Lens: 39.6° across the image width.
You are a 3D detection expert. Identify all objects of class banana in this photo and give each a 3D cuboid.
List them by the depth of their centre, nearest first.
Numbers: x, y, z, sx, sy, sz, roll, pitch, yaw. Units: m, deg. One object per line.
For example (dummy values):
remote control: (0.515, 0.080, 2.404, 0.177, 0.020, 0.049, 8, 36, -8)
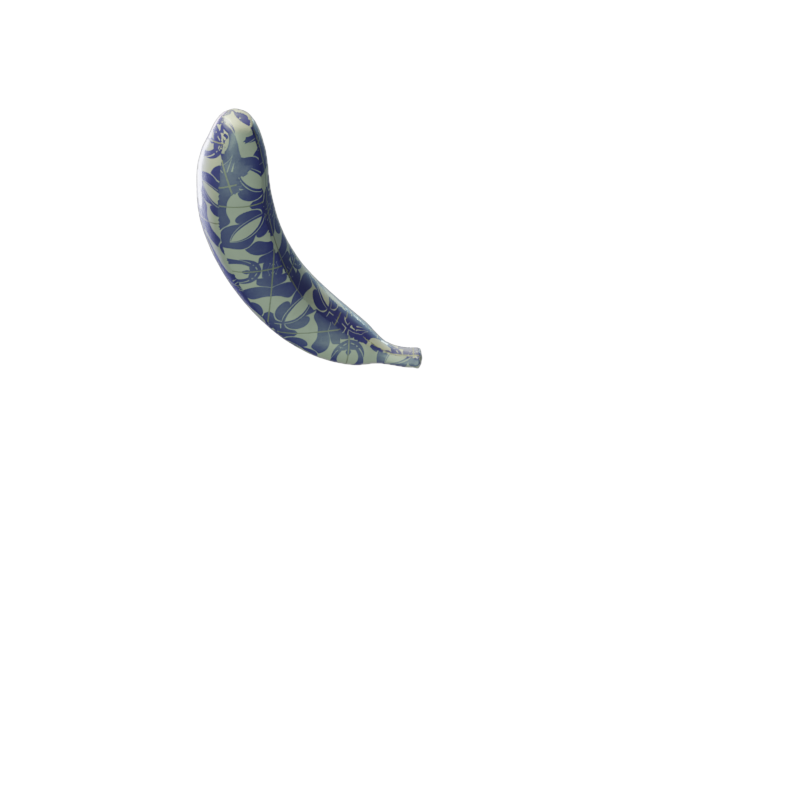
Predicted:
banana: (-0.059, -0.073, 0.567, 0.070, 0.039, 0.183, -19, -42, 21)
